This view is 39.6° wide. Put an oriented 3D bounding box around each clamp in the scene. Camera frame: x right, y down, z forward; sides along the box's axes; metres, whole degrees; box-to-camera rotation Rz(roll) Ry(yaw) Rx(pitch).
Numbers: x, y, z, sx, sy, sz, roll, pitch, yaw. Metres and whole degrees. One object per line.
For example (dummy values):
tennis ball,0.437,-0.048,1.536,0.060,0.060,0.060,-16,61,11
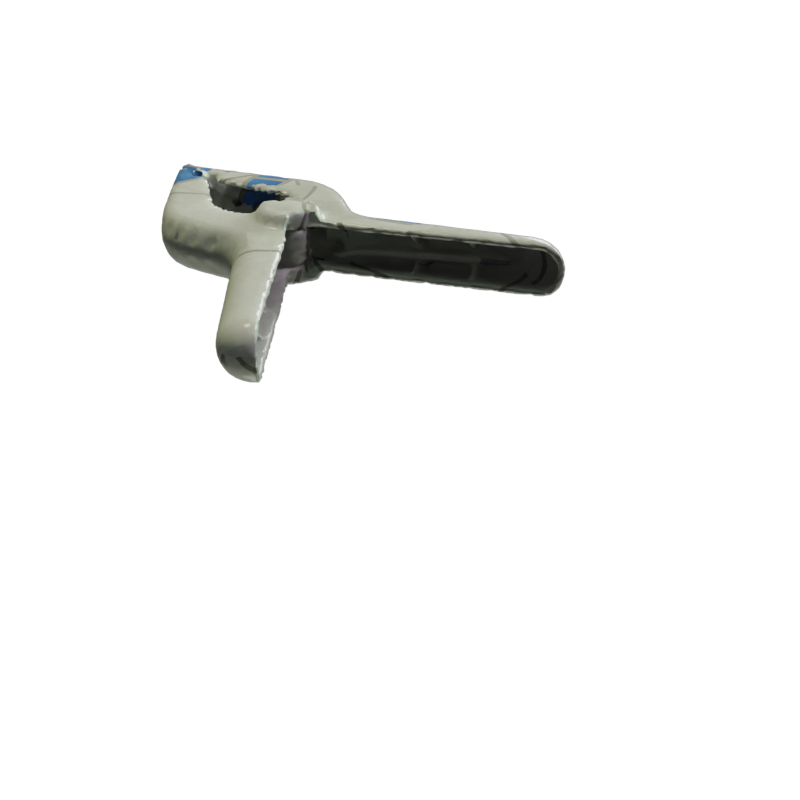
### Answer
clamp,-0.041,-0.074,0.517,0.161,0.035,0.225,-13,29,-25
